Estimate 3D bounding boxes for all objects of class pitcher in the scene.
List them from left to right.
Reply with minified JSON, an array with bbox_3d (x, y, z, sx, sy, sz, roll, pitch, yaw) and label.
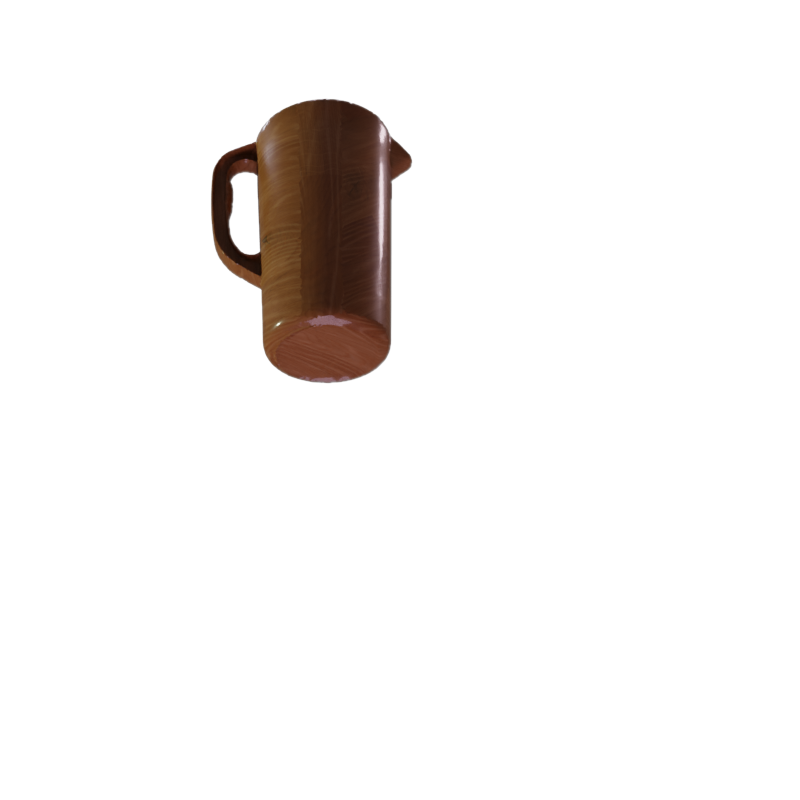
[{"bbox_3d":[-0.078,-0.143,0.998,0.149,0.260,0.135,-28,-43,32],"label":"pitcher"}]
